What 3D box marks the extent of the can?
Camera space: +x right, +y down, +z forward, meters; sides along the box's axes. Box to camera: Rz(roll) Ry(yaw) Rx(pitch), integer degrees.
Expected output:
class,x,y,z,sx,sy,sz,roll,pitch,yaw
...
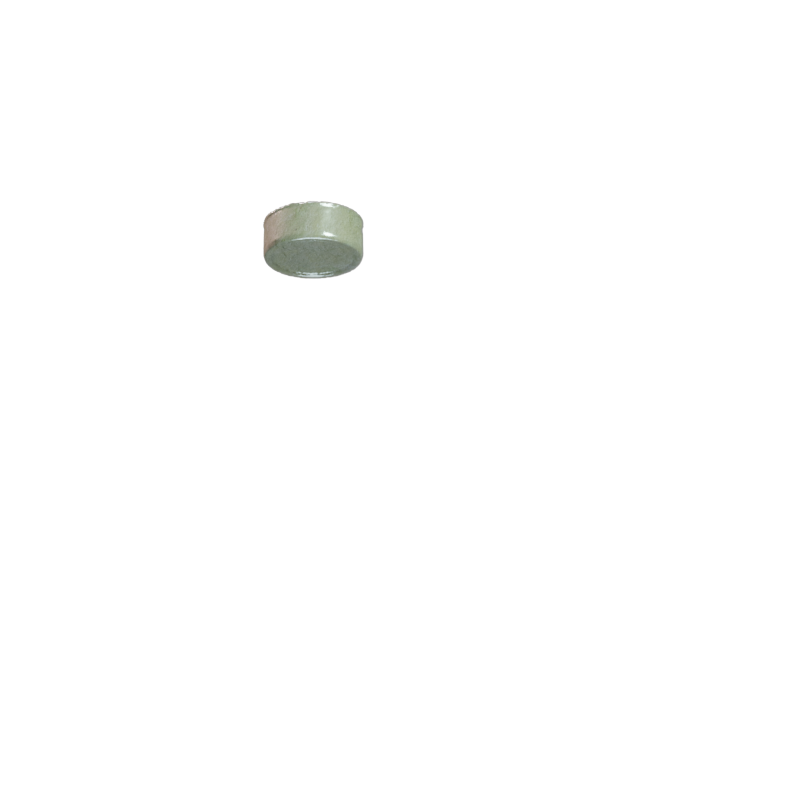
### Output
class,x,y,z,sx,sy,sz,roll,pitch,yaw
can,-0.074,-0.134,0.940,0.086,0.035,0.082,0,-20,-2
